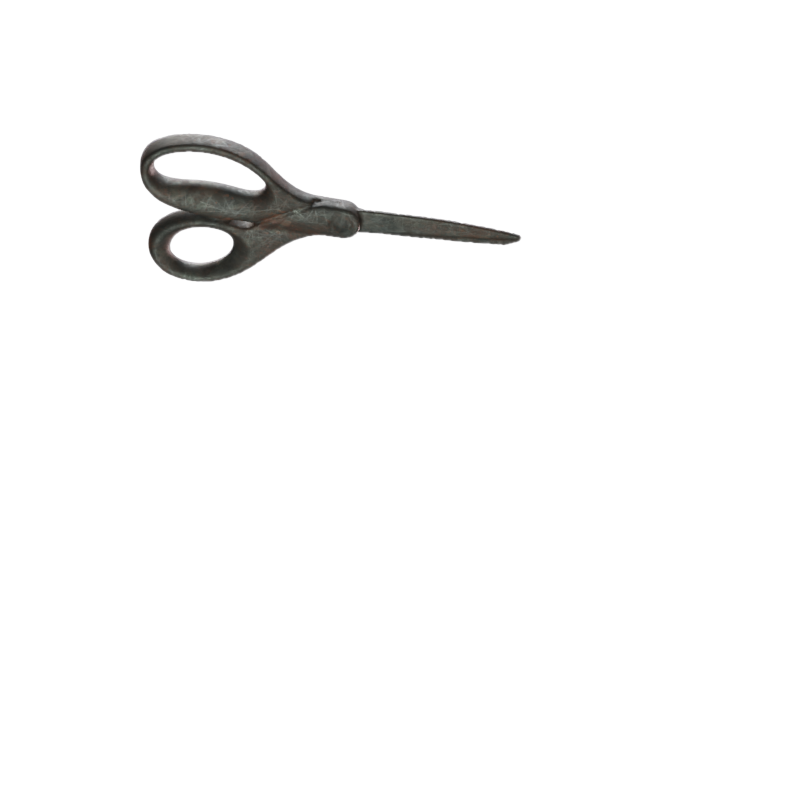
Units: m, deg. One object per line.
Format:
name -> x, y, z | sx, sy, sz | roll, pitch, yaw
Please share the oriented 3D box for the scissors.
scissors -> -0.046, -0.084, 0.591 | 0.196, 0.092, 0.017 | 18, 38, -15
